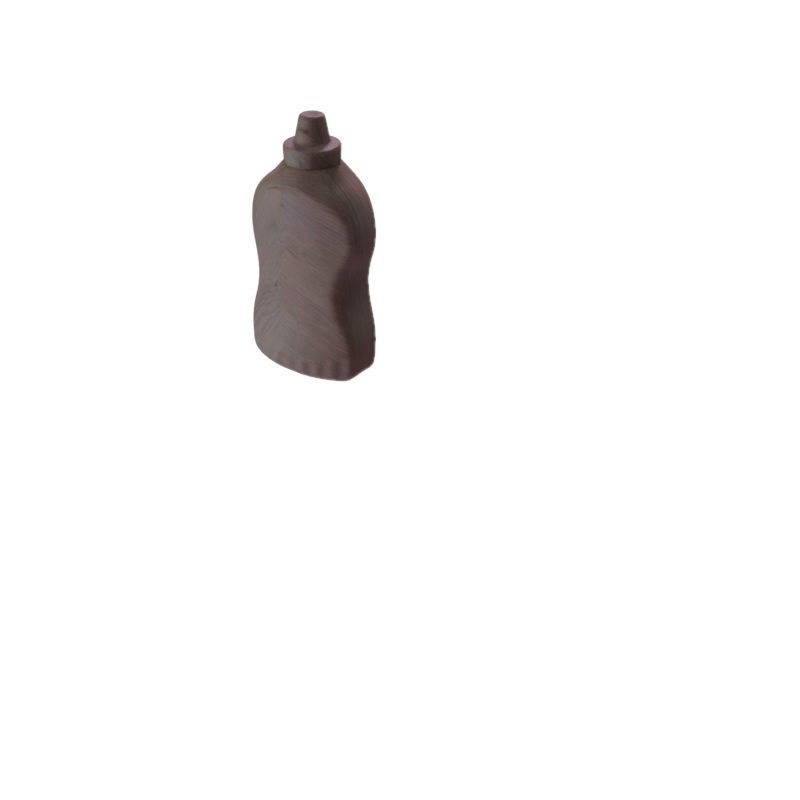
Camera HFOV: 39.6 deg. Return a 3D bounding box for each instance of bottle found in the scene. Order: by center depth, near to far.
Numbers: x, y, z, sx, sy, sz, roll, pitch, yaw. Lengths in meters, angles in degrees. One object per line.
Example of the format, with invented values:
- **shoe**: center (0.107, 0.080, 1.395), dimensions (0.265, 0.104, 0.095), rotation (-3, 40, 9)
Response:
- **bottle**: center (-0.063, -0.113, 0.795), dimensions (0.102, 0.182, 0.058), rotation (21, 31, 34)
